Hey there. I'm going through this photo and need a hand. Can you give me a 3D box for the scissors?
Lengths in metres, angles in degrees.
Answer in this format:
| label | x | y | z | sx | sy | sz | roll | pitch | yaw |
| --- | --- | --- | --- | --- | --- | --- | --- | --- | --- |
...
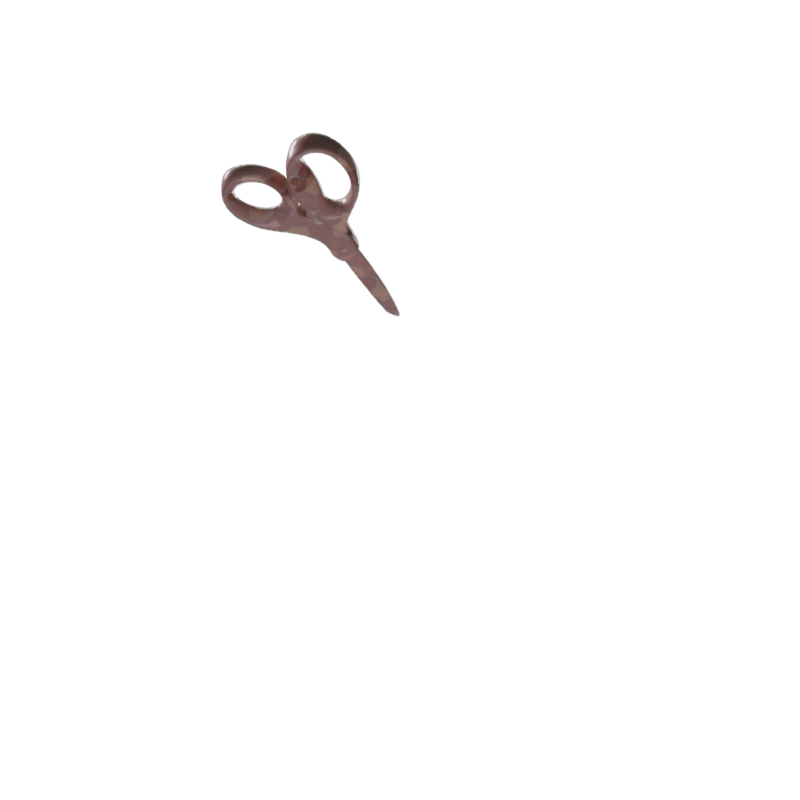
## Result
| label | x | y | z | sx | sy | sz | roll | pitch | yaw |
| --- | --- | --- | --- | --- | --- | --- | --- | --- | --- |
| scissors | -0.058 | -0.105 | 0.738 | 0.097 | 0.017 | 0.187 | -3 | -31 | 6 |
